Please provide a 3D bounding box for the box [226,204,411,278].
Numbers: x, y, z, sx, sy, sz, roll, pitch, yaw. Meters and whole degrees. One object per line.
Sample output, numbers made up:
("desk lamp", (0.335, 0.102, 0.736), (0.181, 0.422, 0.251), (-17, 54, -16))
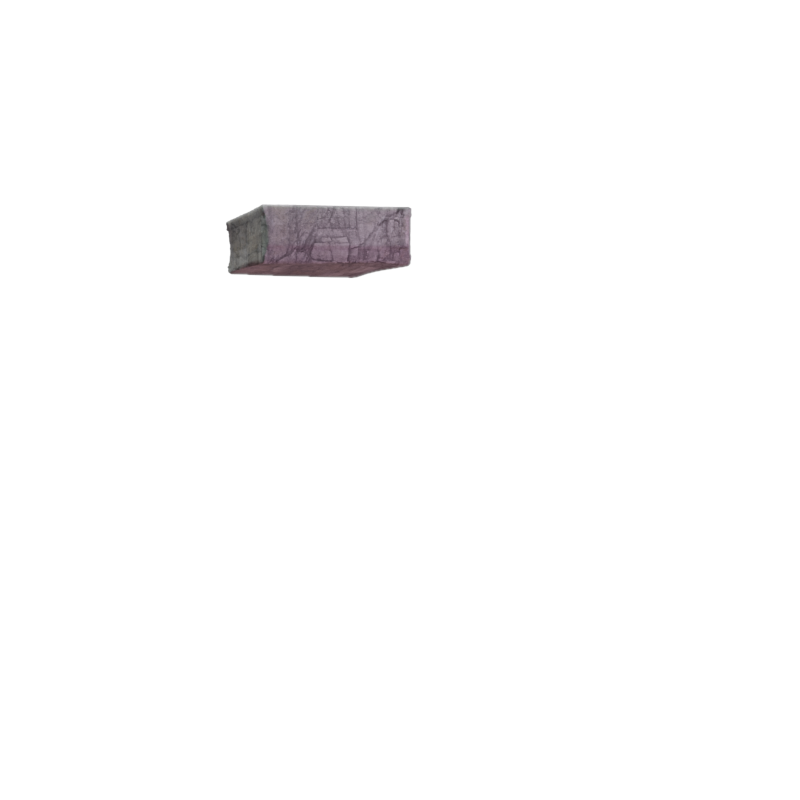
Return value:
("box", (-0.053, -0.097, 0.678), (0.088, 0.039, 0.115), (0, 1, -18))
